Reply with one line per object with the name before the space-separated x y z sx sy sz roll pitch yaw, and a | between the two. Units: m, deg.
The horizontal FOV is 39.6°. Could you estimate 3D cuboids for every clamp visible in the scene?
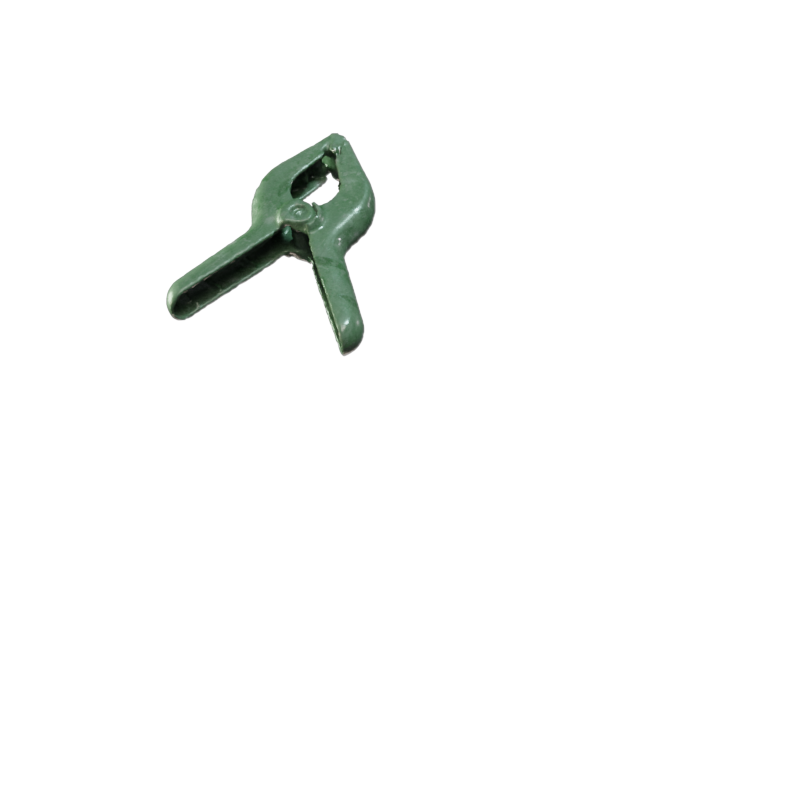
clamp | -0.054 -0.098 0.687 0.124 0.178 0.037 21 -33 14
